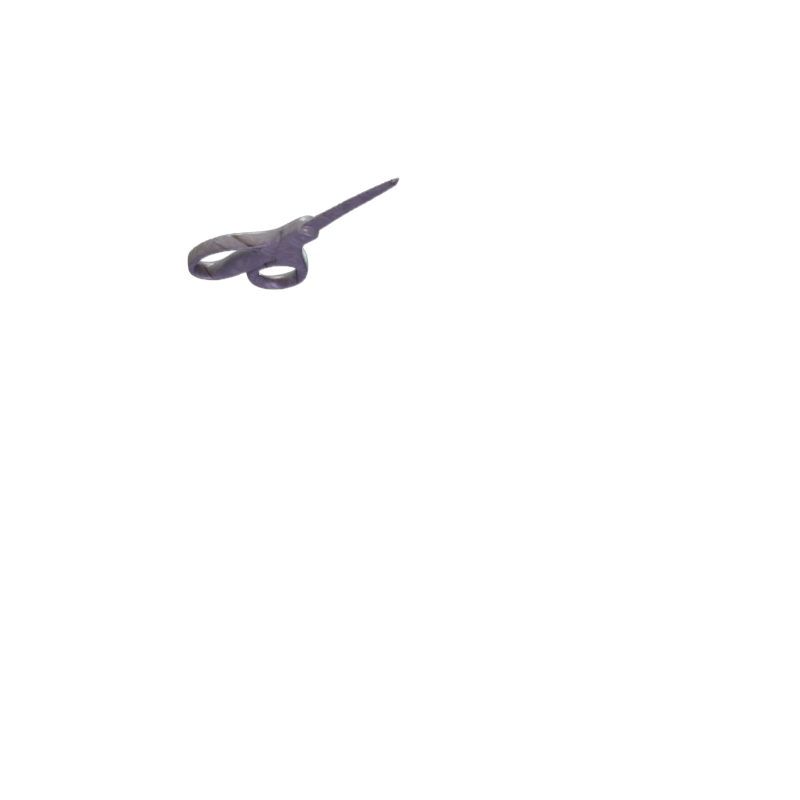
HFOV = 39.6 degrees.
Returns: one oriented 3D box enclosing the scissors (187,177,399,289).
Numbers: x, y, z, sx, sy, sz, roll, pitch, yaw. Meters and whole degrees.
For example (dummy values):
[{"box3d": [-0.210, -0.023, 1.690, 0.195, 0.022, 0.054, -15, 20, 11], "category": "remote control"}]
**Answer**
[{"box3d": [-0.060, -0.110, 0.773, 0.205, 0.016, 0.090, -11, -19, 34], "category": "scissors"}]
